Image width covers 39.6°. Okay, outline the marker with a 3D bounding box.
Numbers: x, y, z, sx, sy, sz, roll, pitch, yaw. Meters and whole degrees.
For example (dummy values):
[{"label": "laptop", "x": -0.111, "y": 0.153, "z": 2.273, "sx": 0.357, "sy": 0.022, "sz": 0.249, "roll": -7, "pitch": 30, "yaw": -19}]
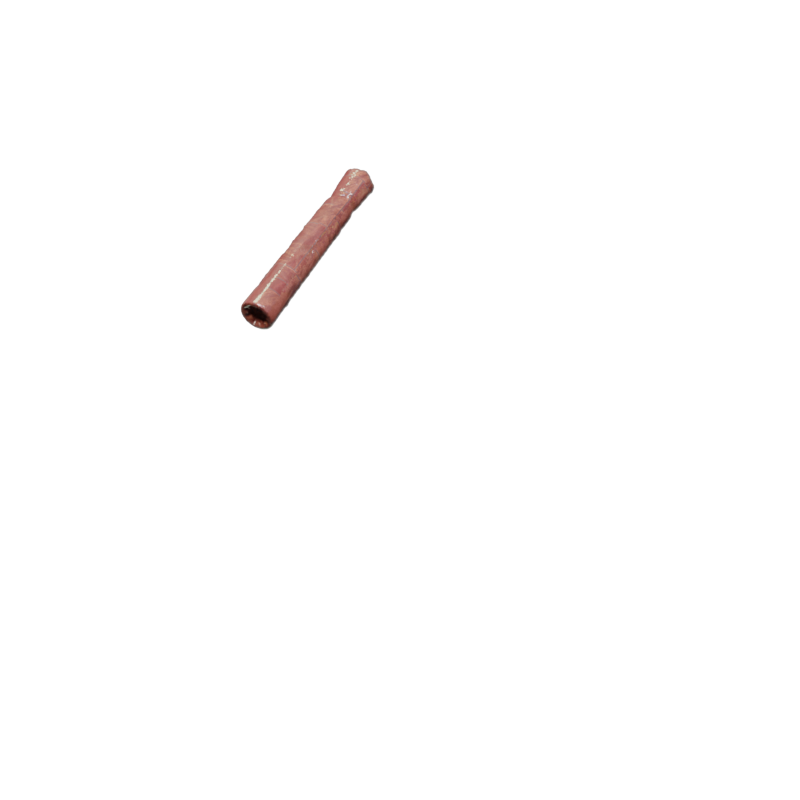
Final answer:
[{"label": "marker", "x": -0.047, "y": -0.085, "z": 0.595, "sx": 0.020, "sy": 0.018, "sz": 0.125, "roll": 1, "pitch": 44, "yaw": 34}]
